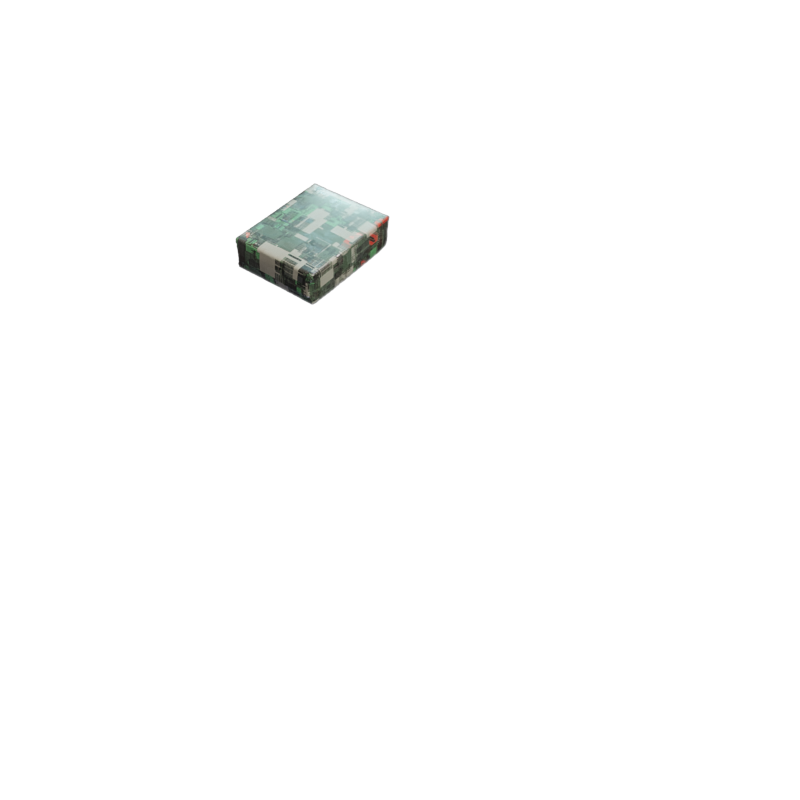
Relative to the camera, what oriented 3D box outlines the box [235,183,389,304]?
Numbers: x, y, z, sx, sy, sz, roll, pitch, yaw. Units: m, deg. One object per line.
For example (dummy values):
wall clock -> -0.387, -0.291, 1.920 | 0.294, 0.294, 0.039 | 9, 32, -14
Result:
box -> -0.078, -0.143, 0.999 | 0.095, 0.036, 0.115 | 27, 48, 27
